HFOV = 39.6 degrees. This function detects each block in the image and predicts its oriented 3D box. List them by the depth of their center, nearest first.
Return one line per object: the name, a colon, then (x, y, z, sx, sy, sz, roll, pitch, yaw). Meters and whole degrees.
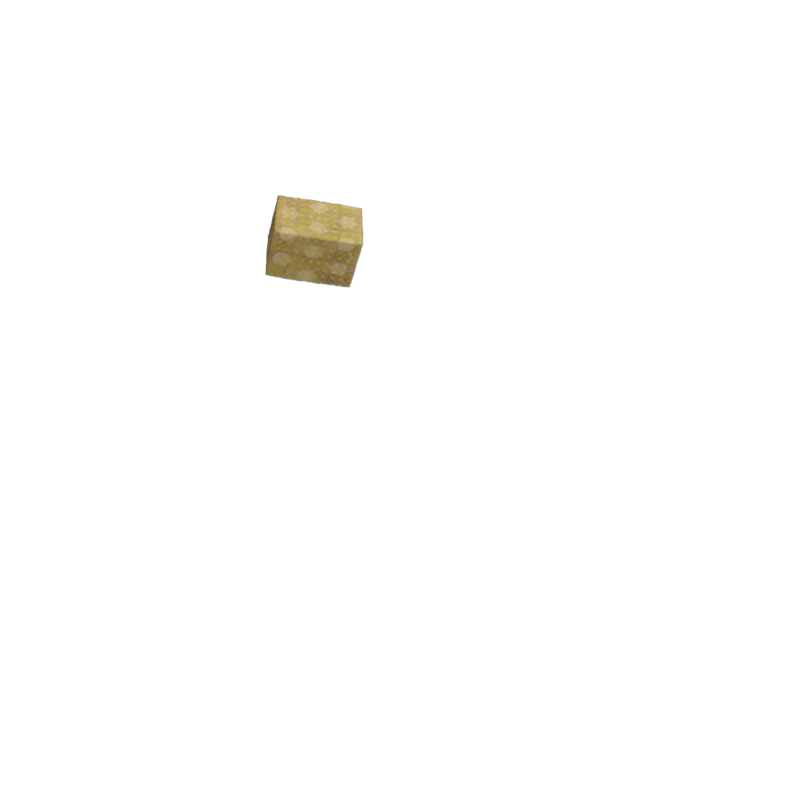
block: (-0.075, -0.137, 0.960, 0.077, 0.050, 0.055, 8, 43, -9)
